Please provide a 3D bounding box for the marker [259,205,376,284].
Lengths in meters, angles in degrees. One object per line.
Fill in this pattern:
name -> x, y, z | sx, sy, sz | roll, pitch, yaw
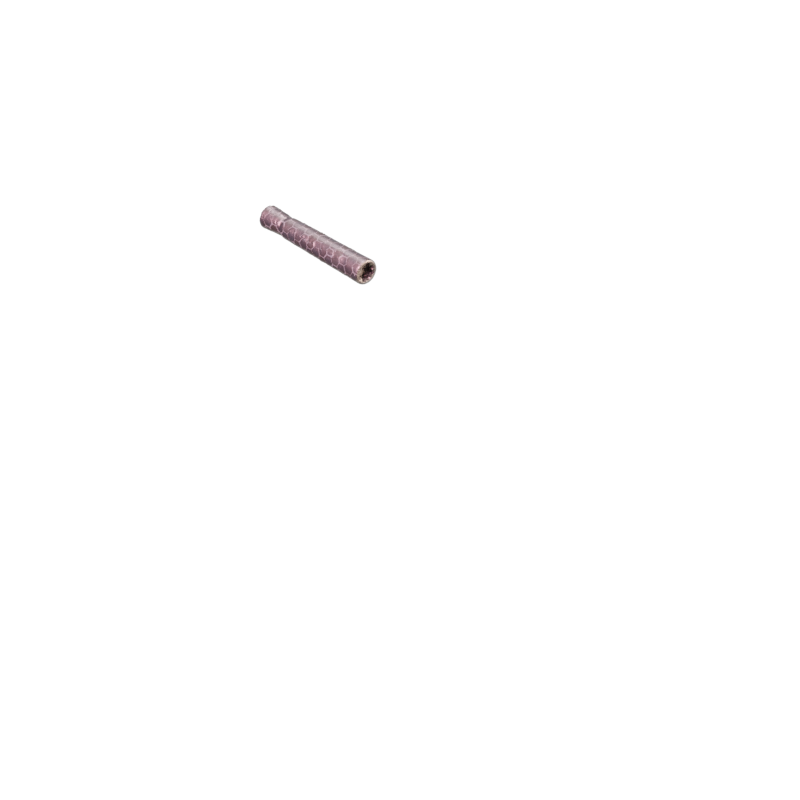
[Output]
marker -> -0.064, -0.116, 0.811 | 0.019, 0.019, 0.130 | -3, 27, -42
